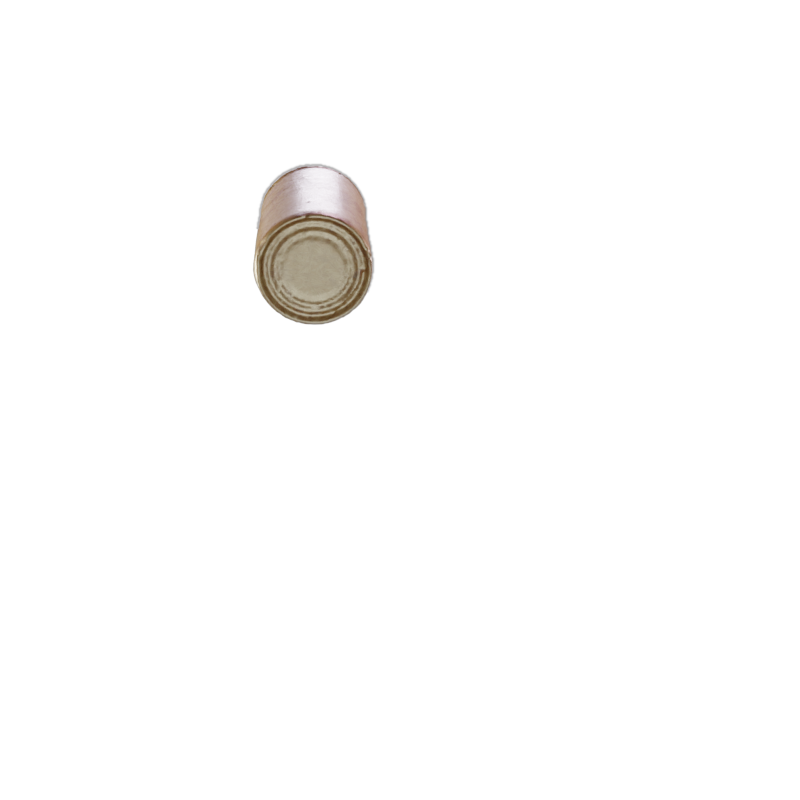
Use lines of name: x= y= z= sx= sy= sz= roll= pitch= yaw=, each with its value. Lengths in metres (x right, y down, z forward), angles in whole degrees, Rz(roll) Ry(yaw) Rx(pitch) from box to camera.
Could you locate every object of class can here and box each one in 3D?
can: x=-0.051 y=-0.094 z=0.657 sx=0.068 sy=0.065 sz=0.107 roll=0 pitch=24 yaw=-3
